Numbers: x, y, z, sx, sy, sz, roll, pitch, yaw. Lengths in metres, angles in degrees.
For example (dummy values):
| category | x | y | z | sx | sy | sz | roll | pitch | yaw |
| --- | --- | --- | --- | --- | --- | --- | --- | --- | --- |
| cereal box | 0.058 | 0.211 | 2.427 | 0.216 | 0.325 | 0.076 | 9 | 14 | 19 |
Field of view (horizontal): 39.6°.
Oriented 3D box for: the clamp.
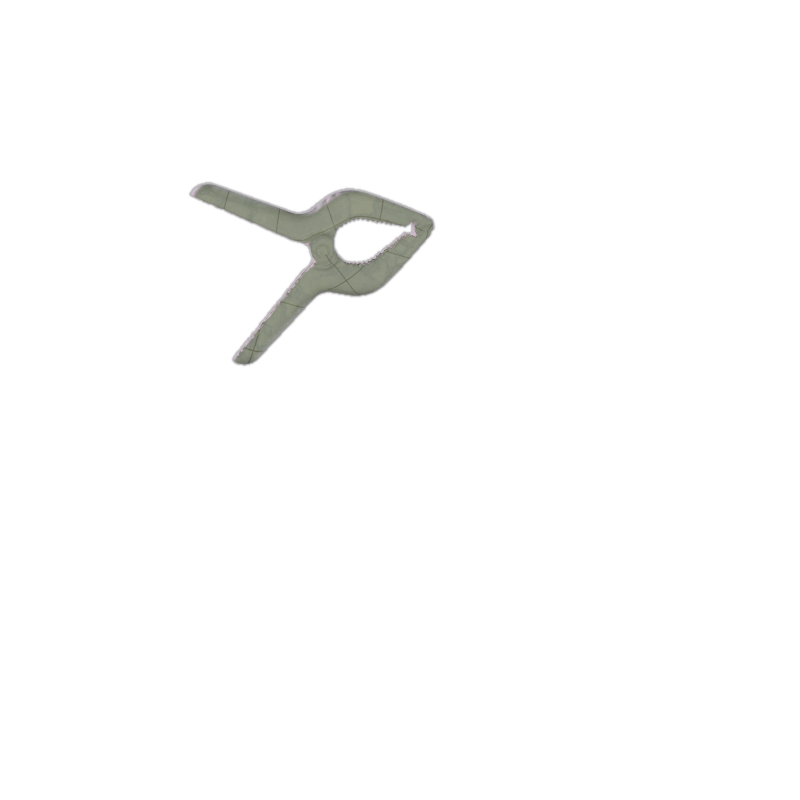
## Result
| category | x | y | z | sx | sy | sz | roll | pitch | yaw |
| --- | --- | --- | --- | --- | --- | --- | --- | --- | --- |
| clamp | -0.077 | -0.140 | 0.983 | 0.210 | 0.162 | 0.037 | -21 | 5 | 2 |
